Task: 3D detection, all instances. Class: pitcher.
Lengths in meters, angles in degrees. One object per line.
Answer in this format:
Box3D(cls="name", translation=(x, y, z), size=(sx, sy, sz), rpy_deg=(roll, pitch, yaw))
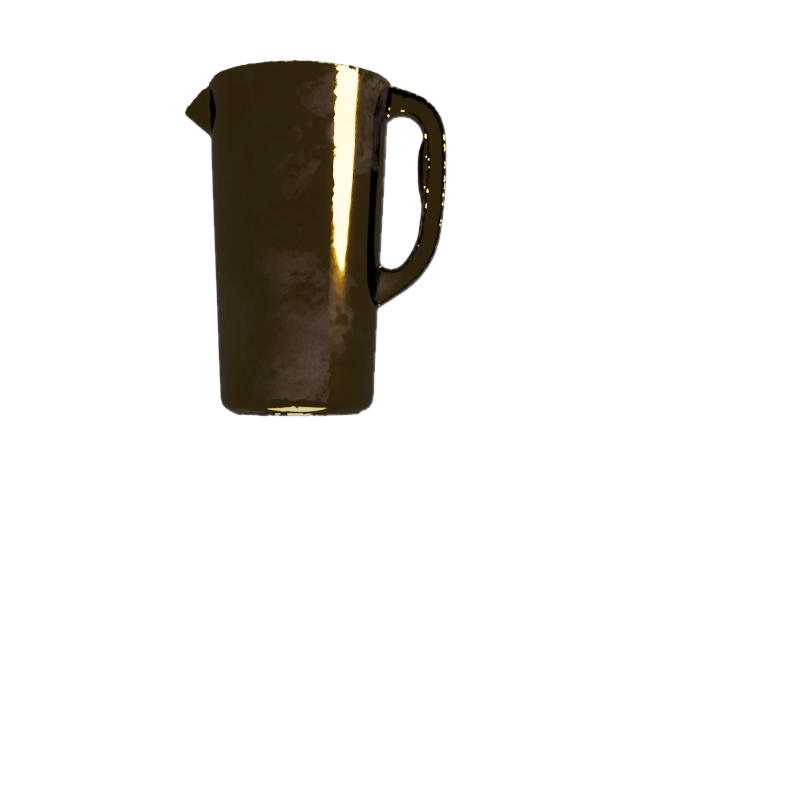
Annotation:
Box3D(cls="pitcher", translation=(-0.062, -0.113, 0.790), size=(0.139, 0.247, 0.154), rpy_deg=(4, -6, -43))
